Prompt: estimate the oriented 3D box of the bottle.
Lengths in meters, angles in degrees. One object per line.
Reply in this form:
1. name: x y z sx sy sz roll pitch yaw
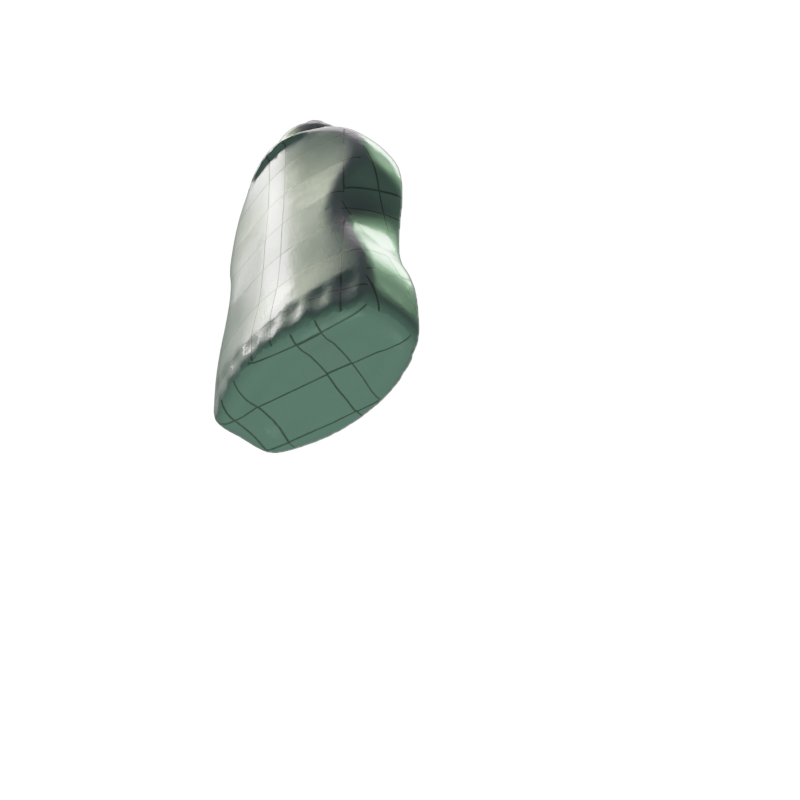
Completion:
1. bottle: -0.040 -0.074 0.518 0.055 0.206 0.095 33 -57 -29
